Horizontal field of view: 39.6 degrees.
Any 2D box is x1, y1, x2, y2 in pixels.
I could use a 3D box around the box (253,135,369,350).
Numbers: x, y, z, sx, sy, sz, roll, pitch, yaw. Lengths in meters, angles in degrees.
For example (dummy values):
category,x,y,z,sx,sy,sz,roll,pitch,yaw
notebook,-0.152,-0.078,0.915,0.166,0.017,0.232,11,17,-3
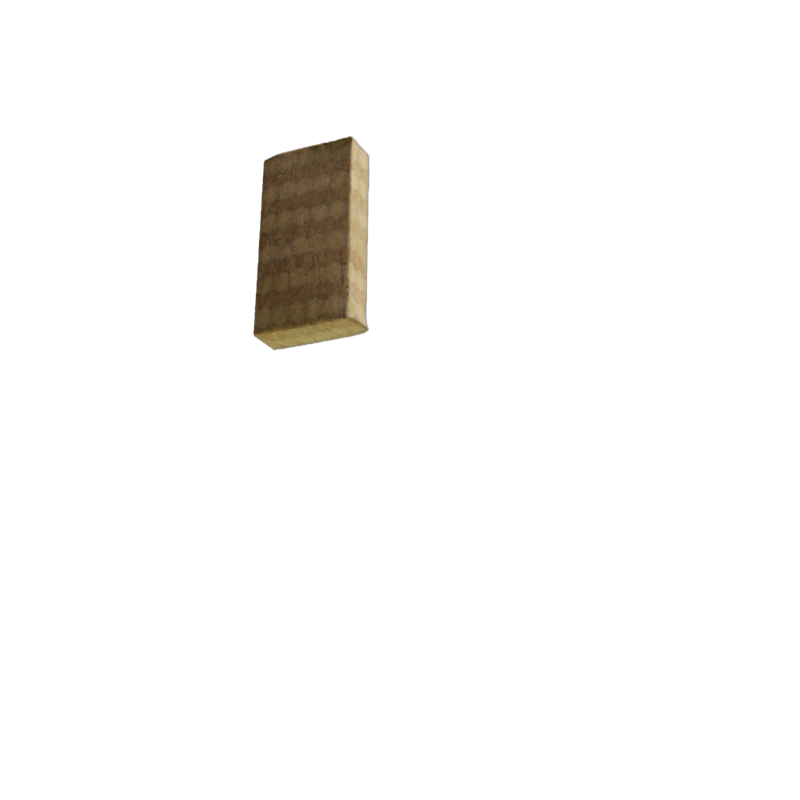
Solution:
category,x,y,z,sx,sy,sz,roll,pitch,yaw
box,-0.076,-0.138,0.964,0.095,0.186,0.045,-12,-25,23
